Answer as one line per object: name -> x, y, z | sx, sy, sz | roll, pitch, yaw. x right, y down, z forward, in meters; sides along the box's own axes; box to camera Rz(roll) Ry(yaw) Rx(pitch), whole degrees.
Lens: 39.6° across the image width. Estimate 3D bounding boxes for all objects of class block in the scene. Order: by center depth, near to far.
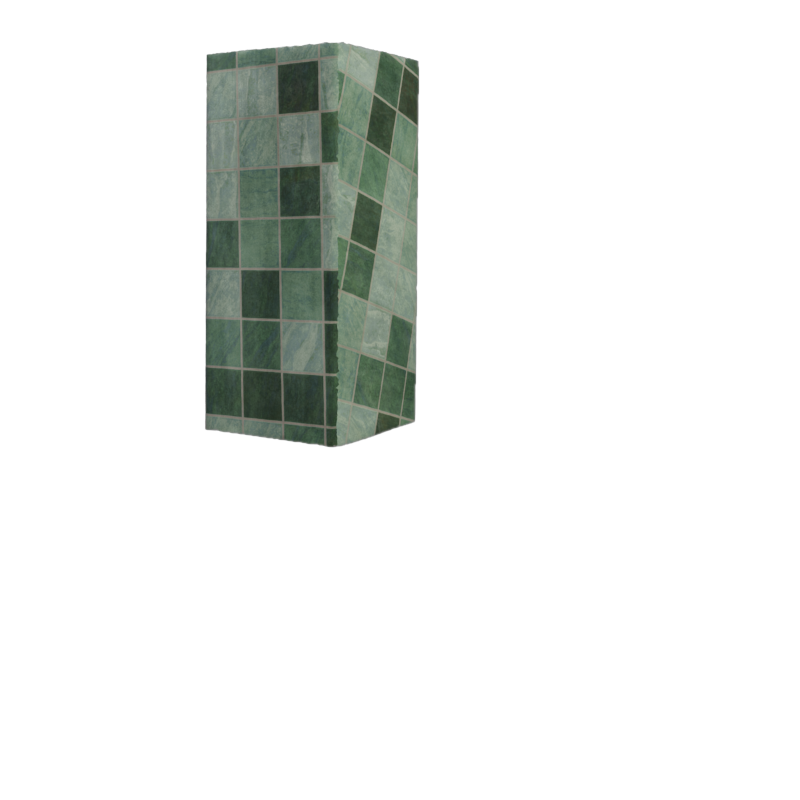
block -> -0.048, -0.088, 0.619 | 0.094, 0.205, 0.087 | 2, 3, 32
